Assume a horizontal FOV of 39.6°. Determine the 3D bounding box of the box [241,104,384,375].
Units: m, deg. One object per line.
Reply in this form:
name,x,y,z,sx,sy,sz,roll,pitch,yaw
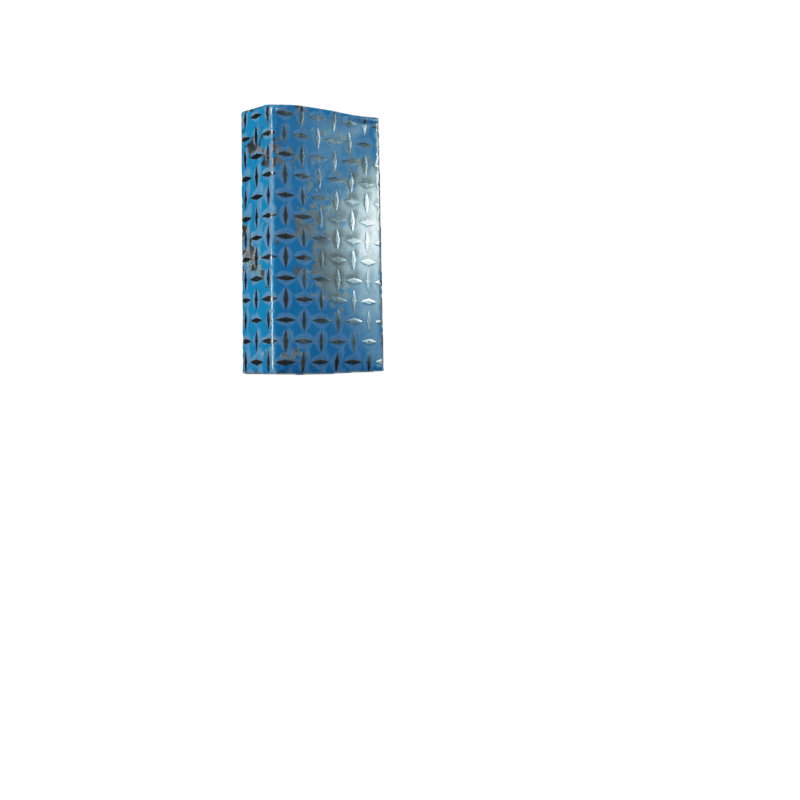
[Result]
box,-0.058,-0.107,0.746,0.090,0.178,0.050,1,-3,-38
